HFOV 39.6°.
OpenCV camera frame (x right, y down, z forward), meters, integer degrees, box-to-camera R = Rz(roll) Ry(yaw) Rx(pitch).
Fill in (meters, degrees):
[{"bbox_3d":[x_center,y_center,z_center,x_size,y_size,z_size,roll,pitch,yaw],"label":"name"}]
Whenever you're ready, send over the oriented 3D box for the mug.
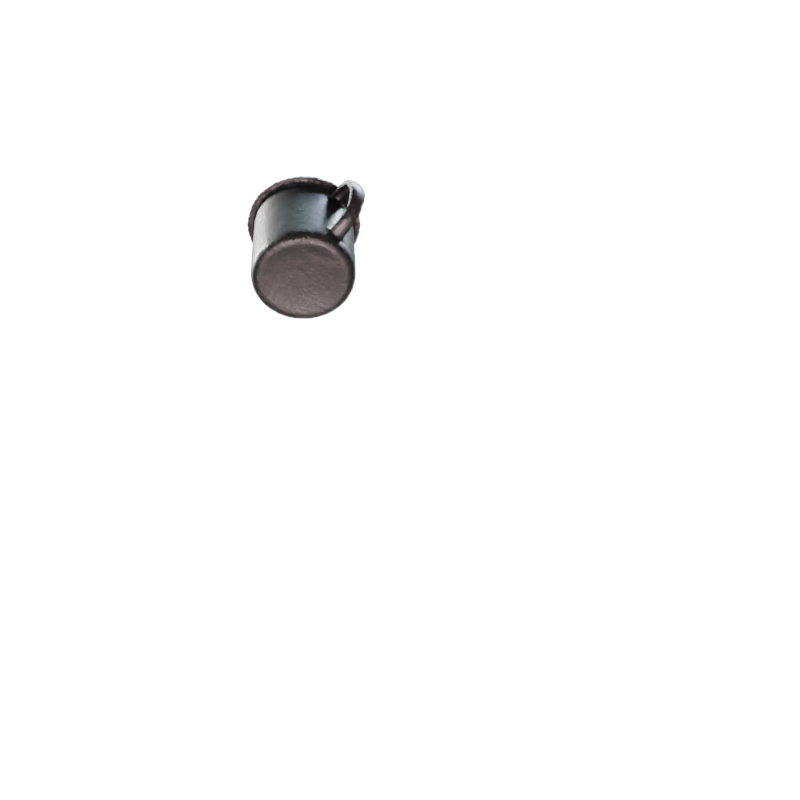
[{"bbox_3d":[-0.069,-0.126,0.882,0.088,0.087,0.115,36,-62,-25],"label":"mug"}]
